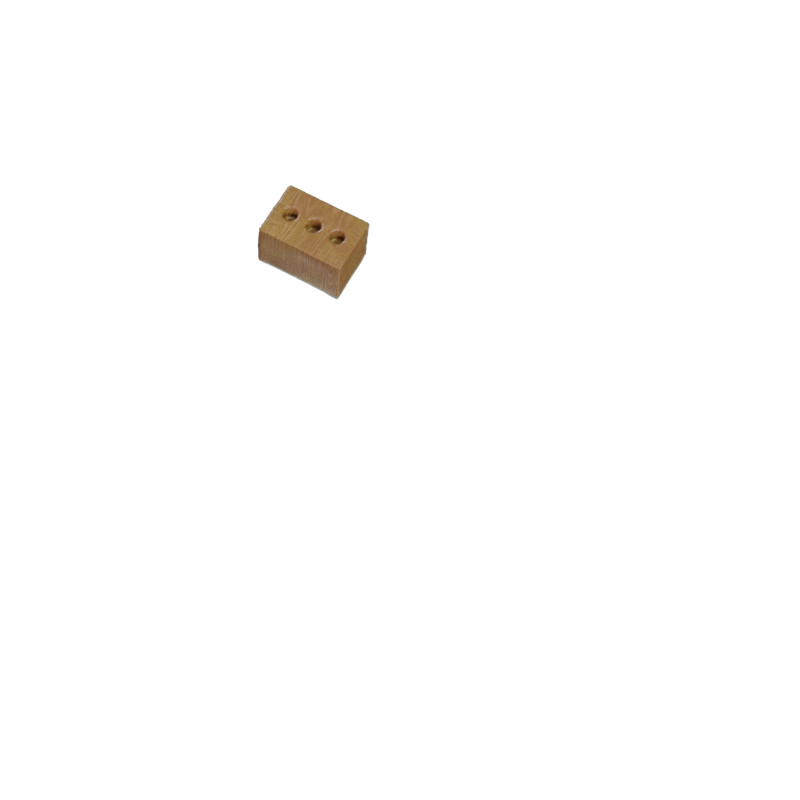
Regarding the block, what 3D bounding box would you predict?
[{"bbox_3d":[-0.071,-0.130,0.911,0.080,0.054,0.048,26,-25,12],"label":"block"}]
